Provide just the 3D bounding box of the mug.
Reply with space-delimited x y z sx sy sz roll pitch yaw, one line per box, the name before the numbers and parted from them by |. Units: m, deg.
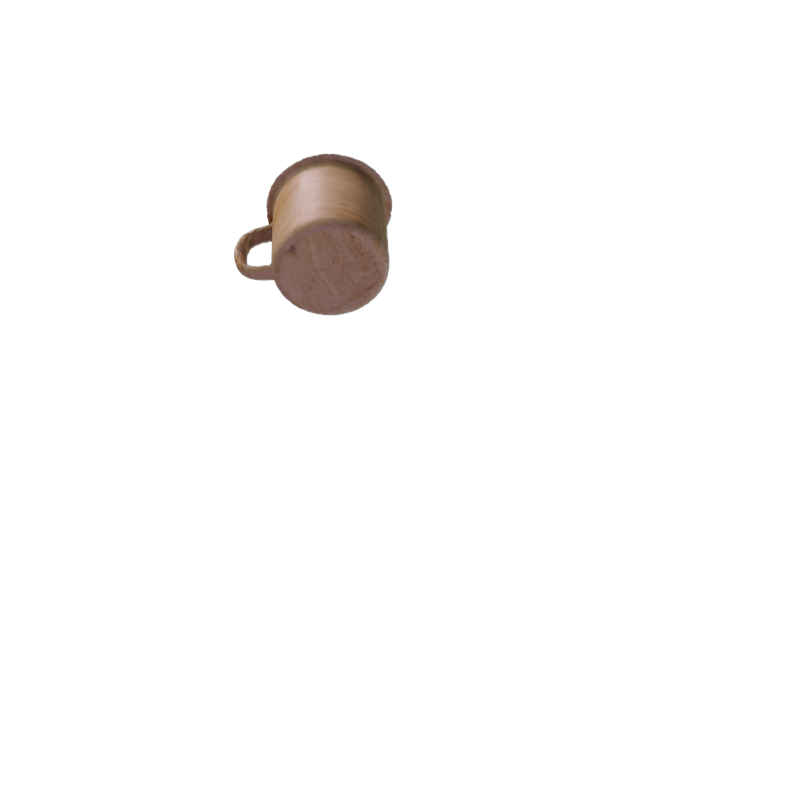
mug | -0.062 -0.112 0.788 0.118 0.086 0.087 -10 38 6
